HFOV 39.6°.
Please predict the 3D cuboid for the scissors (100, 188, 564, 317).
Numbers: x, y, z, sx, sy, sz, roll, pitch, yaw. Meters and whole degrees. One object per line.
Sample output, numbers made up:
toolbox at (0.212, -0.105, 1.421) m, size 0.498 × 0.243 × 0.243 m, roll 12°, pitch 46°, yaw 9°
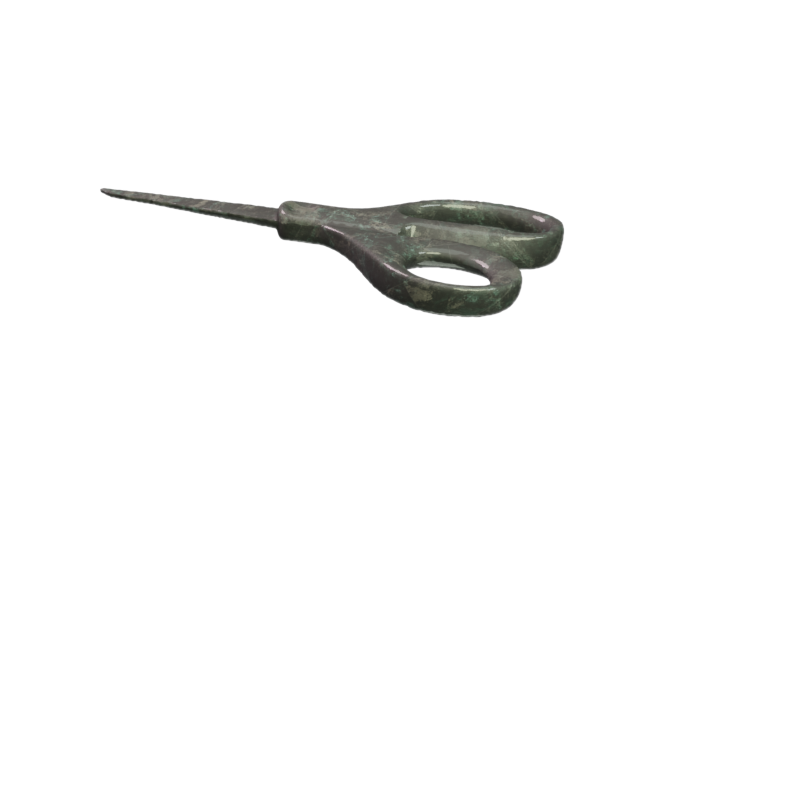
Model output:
scissors at (-0.035, -0.064, 0.449) m, size 0.203 × 0.015 × 0.101 m, roll 3°, pitch 30°, yaw 5°
